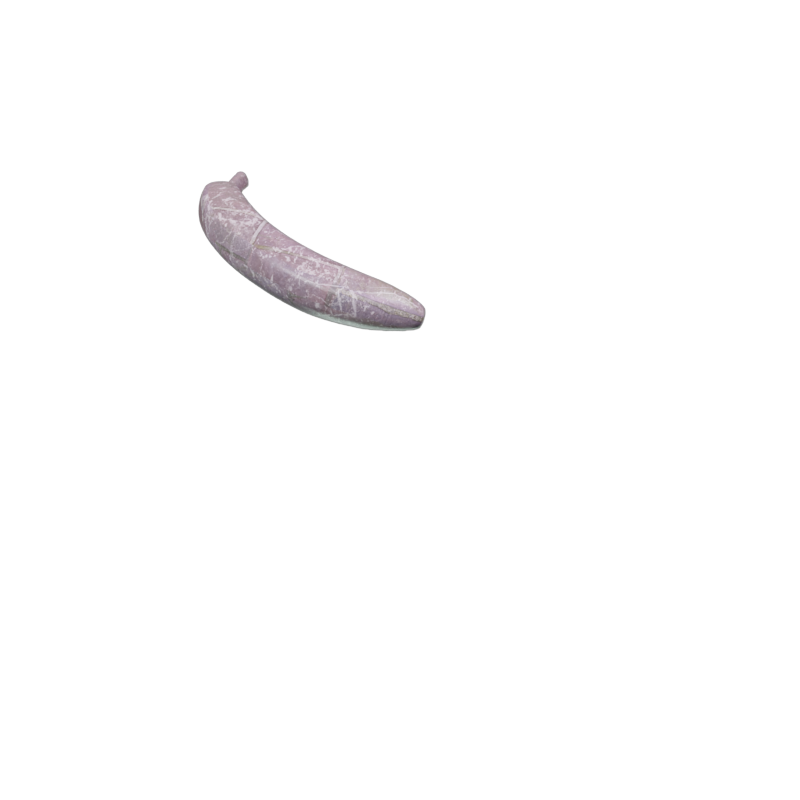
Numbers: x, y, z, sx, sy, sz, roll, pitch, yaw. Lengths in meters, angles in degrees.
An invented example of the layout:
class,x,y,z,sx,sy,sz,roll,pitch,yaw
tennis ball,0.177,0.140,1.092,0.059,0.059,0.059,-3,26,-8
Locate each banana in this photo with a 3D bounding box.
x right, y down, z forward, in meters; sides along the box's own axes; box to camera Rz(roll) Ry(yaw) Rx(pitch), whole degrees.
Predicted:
class,x,y,z,sx,sy,sz,roll,pitch,yaw
banana,-0.072,-0.095,0.698,0.069,0.034,0.212,-28,50,-27
